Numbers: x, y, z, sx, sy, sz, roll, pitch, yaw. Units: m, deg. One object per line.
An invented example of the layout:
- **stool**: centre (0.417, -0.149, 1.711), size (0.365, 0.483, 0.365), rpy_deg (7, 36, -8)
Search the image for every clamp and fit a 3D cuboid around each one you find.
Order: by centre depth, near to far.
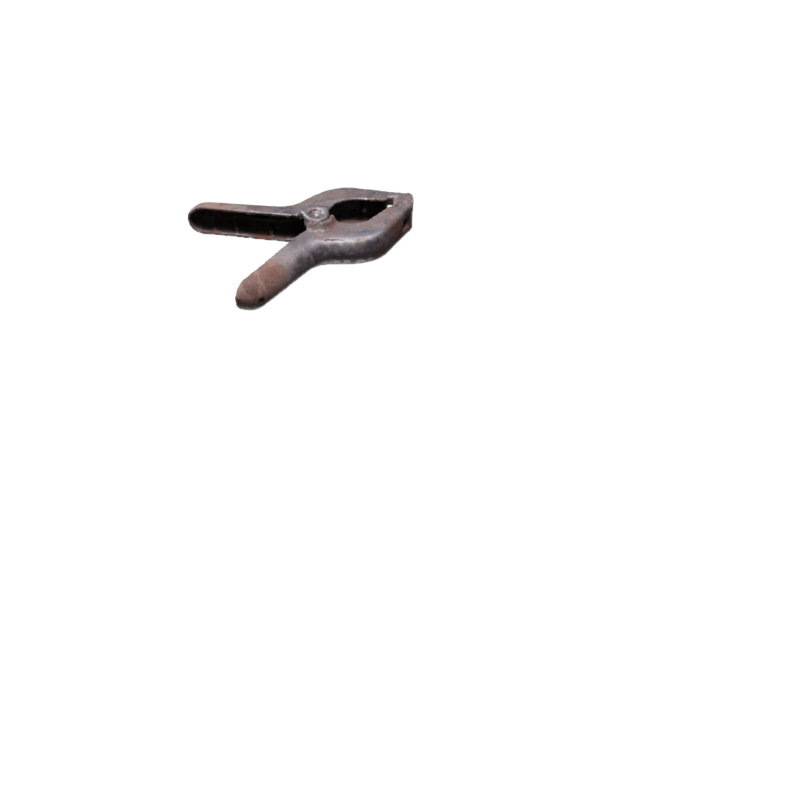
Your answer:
- **clamp**: centre (-0.064, -0.118, 0.823), size (0.170, 0.130, 0.036), rpy_deg (-12, -42, -11)
